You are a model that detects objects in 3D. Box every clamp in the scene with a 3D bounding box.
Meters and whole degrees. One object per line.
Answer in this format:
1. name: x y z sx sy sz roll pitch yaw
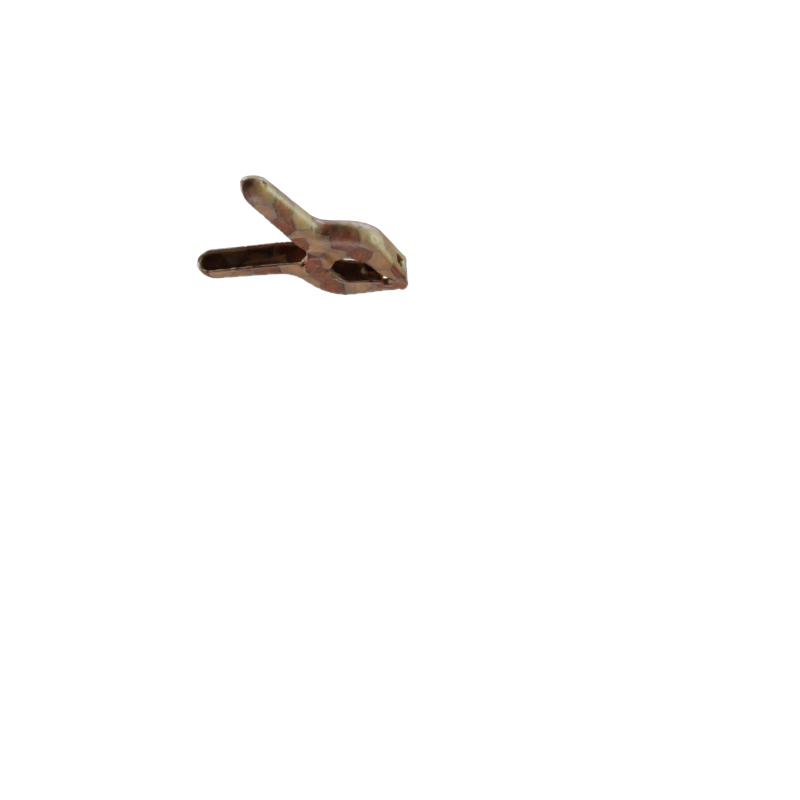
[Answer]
1. clamp: -0.069 -0.126 0.885 0.168 0.042 0.115 6 -27 -13
